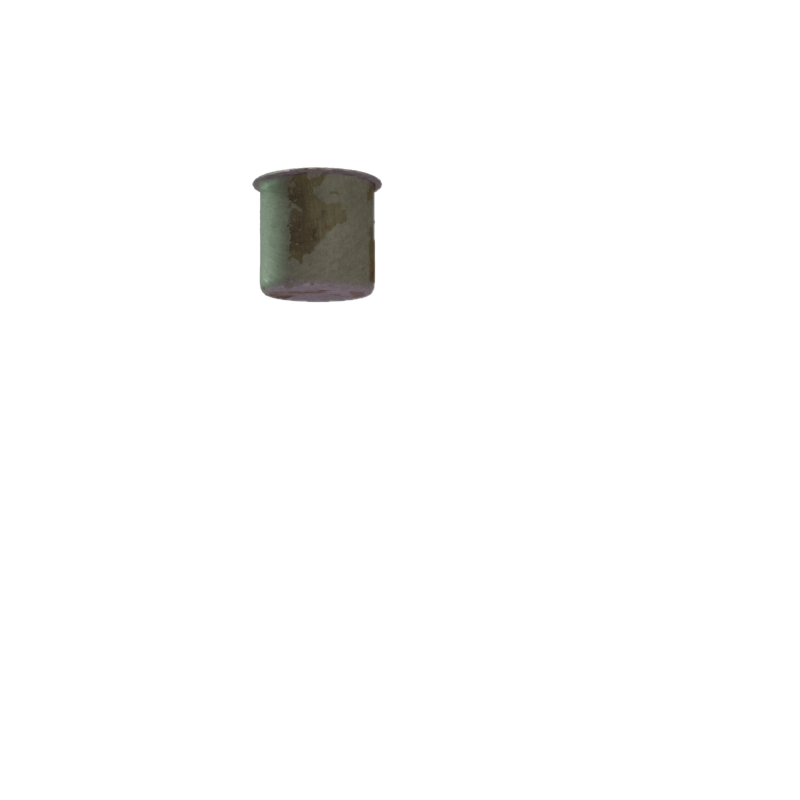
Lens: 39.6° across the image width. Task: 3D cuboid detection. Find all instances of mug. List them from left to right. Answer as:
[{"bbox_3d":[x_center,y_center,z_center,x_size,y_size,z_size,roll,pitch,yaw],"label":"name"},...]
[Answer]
[{"bbox_3d":[-0.063,-0.114,0.799,0.091,0.083,0.117,2,-6,-17],"label":"mug"}]
